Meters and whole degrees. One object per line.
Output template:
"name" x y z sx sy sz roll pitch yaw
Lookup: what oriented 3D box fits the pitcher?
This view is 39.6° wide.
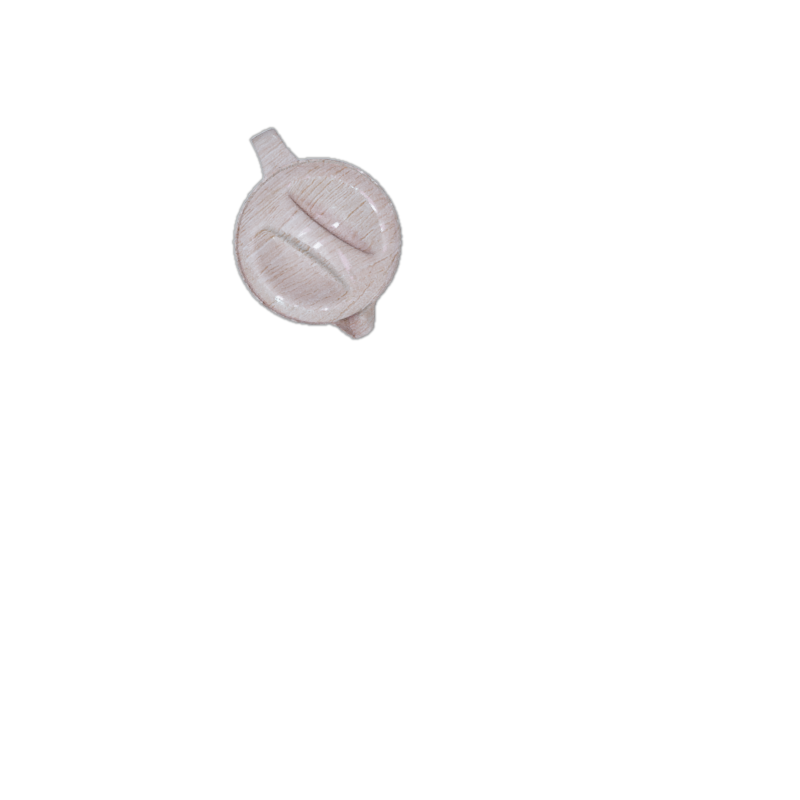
"pitcher" -0.077 -0.141 0.987 0.145 0.150 0.243 17 0 -3
